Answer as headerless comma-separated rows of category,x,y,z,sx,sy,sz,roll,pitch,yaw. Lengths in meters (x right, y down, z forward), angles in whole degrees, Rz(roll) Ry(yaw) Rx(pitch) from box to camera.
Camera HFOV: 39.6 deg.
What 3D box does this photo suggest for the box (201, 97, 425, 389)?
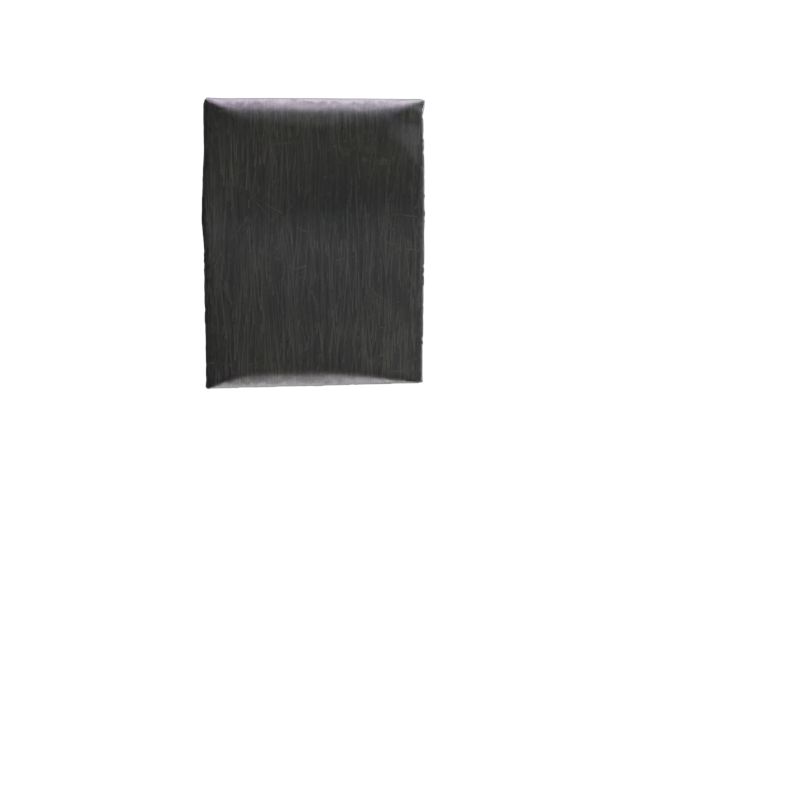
box,-0.065,-0.119,0.830,0.163,0.211,0.073,0,6,-4
